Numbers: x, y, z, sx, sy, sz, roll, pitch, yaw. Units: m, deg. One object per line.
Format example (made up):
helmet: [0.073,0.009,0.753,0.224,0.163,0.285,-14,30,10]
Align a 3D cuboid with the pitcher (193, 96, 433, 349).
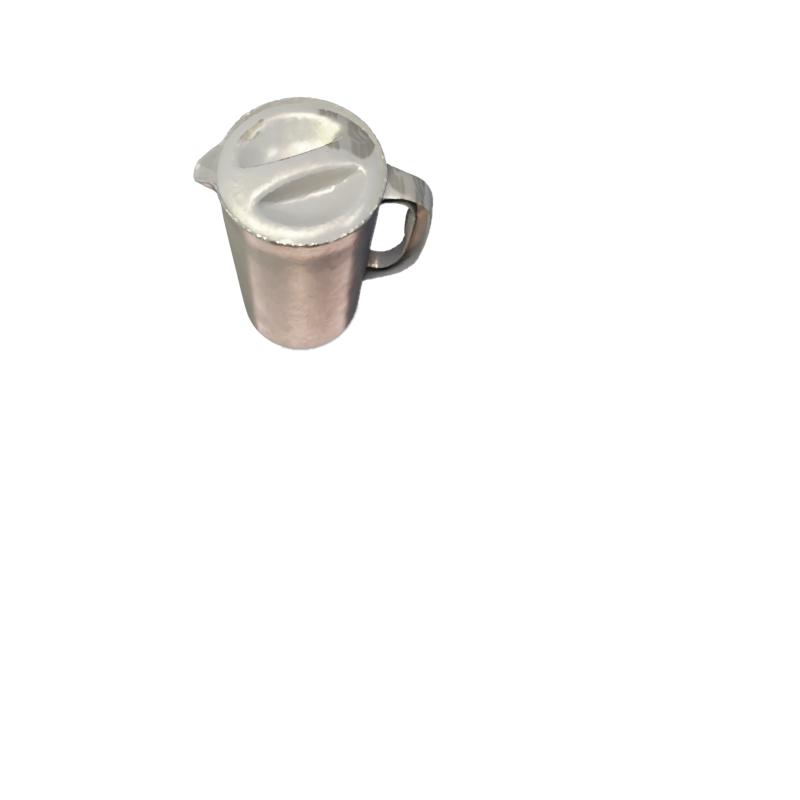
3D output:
pitcher: [-0.074,-0.135,0.943,0.146,0.156,0.230,-38,-16,-17]
